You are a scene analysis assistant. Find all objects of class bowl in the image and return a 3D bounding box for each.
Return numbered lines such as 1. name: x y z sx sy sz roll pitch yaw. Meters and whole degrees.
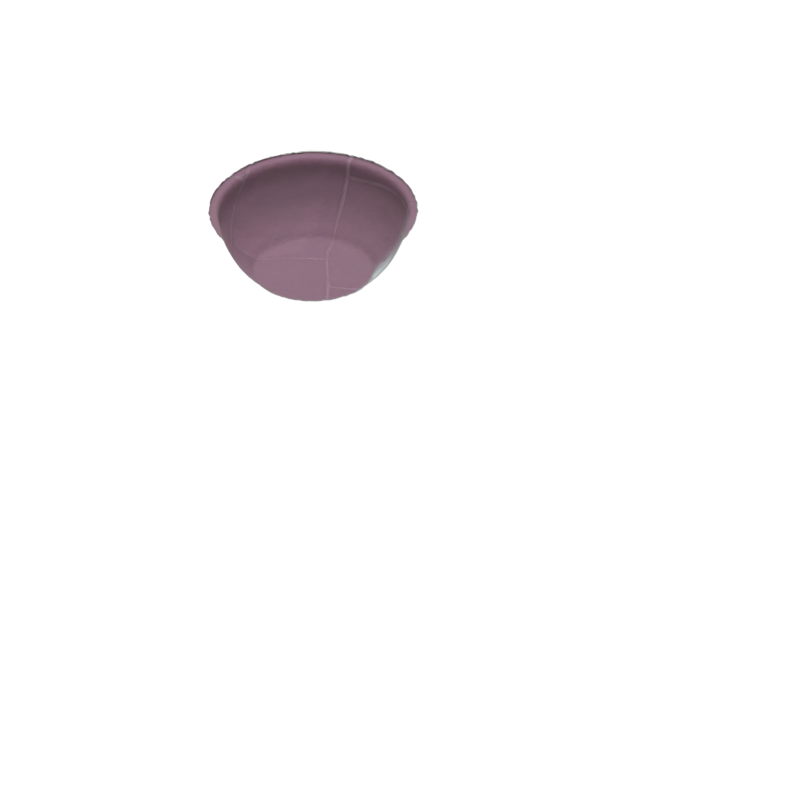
1. bowl: -0.066 -0.121 0.846 0.162 0.059 0.153 1 -27 -2
